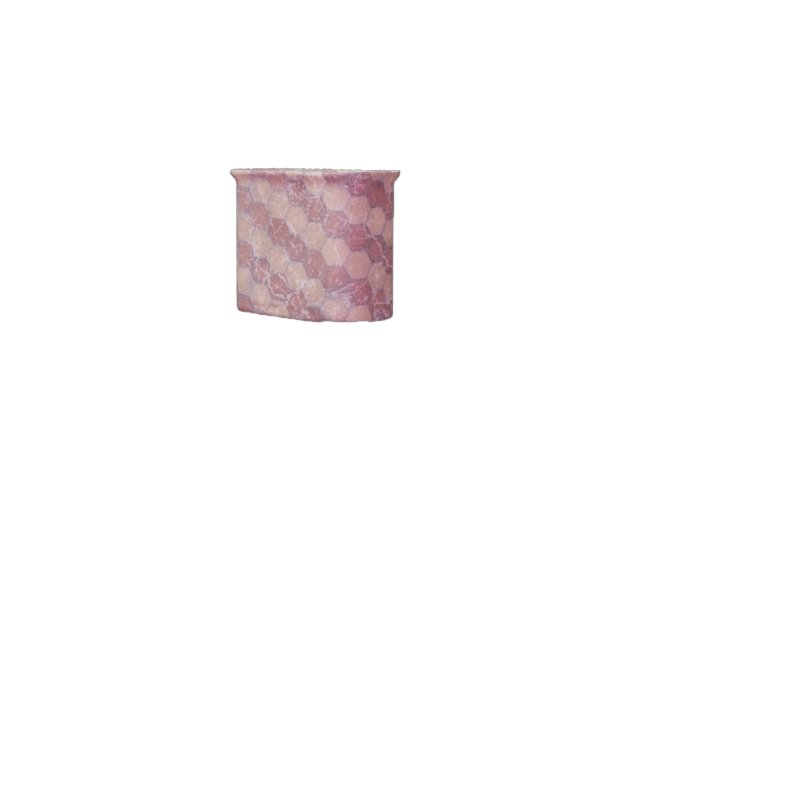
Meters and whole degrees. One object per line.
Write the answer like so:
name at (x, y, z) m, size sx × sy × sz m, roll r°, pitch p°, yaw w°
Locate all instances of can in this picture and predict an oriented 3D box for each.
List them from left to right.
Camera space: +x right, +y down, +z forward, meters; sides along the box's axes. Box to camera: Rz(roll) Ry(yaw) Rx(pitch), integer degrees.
can at (-0.050, -0.091, 0.639) m, size 0.107 × 0.082 × 0.056 m, roll 9°, pitch 12°, yaw 40°
